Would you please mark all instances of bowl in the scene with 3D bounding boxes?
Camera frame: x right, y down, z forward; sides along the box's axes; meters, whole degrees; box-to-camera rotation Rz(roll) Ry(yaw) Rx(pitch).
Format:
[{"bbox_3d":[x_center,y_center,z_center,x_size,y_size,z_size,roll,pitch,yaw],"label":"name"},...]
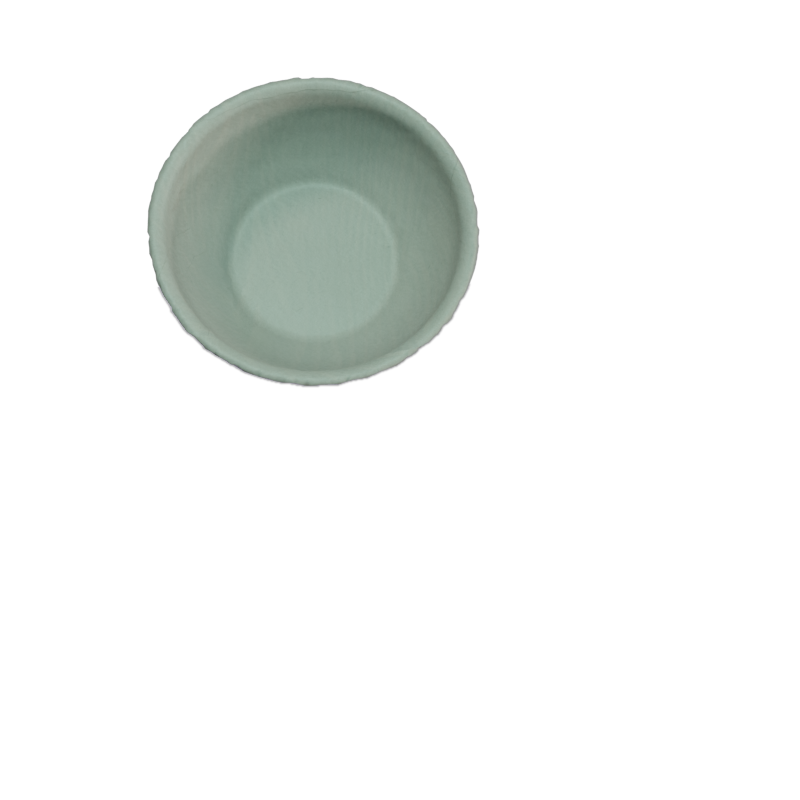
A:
[{"bbox_3d":[-0.044,-0.080,0.563,0.162,0.170,0.053,-1,-19,-1],"label":"bowl"}]
